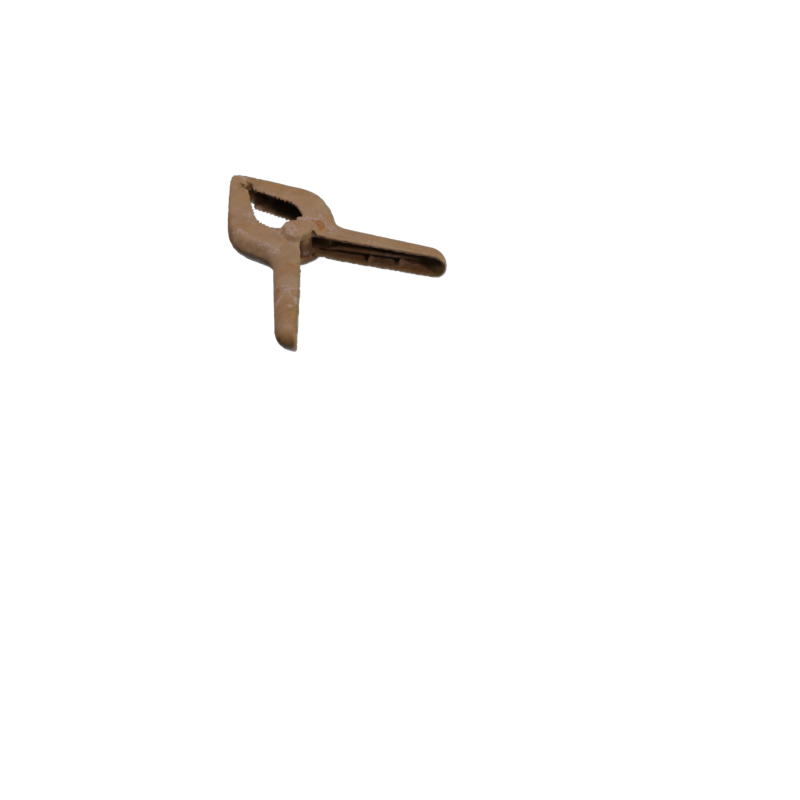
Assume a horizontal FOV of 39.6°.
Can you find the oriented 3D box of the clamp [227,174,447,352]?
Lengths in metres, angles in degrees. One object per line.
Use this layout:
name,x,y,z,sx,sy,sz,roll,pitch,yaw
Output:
clamp,-0.074,-0.135,0.947,0.163,0.034,0.227,-22,47,-22
